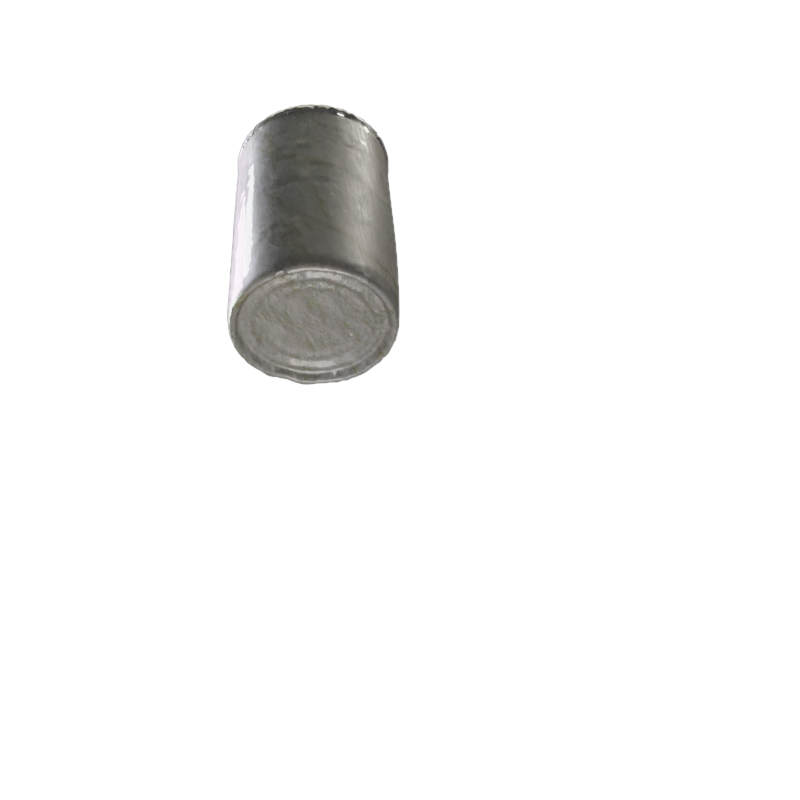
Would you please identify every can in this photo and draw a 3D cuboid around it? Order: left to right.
[{"bbox_3d":[-0.036,-0.066,0.460,0.068,0.110,0.064,-1,-44,-3],"label":"can"}]
